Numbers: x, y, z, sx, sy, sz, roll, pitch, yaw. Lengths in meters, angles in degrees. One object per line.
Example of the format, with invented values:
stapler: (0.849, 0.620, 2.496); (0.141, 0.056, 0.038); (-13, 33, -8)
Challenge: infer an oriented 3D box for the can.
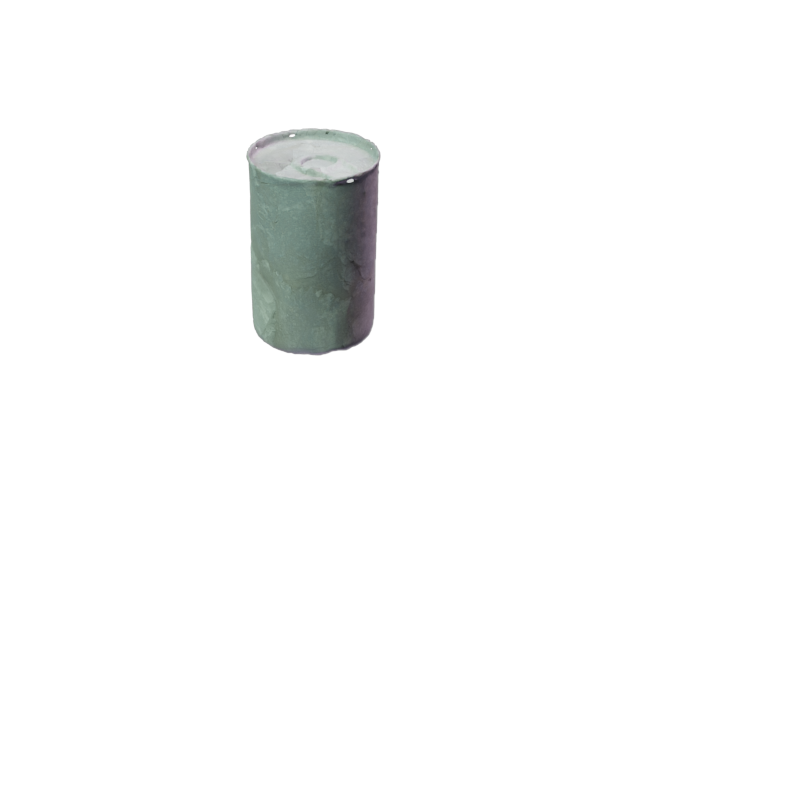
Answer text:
can: (-0.046, -0.083, 0.583); (0.068, 0.096, 0.073); (0, 30, -2)
